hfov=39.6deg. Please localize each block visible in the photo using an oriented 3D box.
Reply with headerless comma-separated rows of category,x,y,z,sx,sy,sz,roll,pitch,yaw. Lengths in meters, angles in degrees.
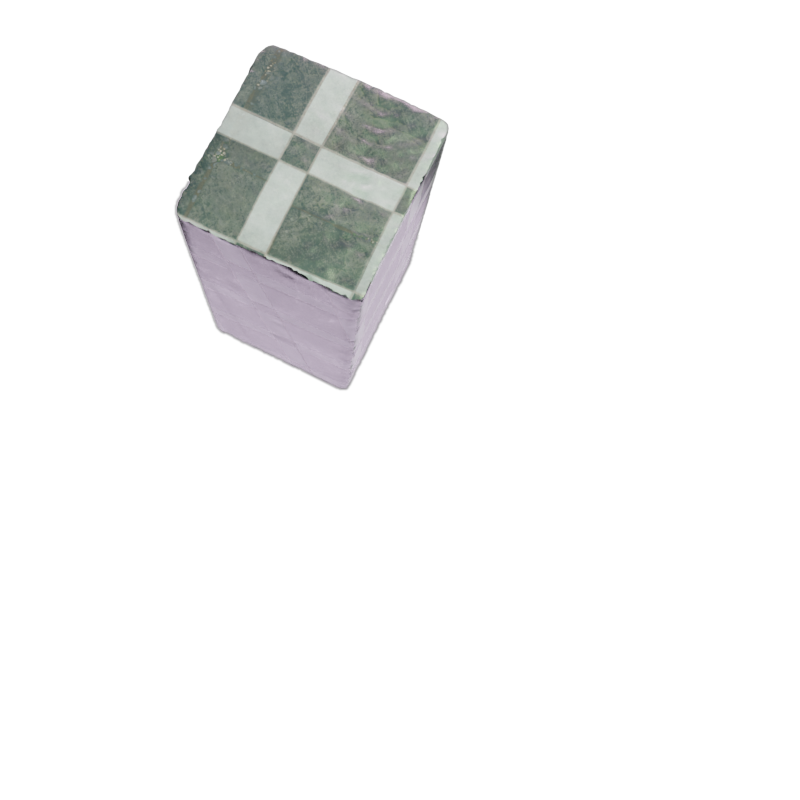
block,-0.044,-0.080,0.560,0.091,0.093,0.200,26,-11,1
